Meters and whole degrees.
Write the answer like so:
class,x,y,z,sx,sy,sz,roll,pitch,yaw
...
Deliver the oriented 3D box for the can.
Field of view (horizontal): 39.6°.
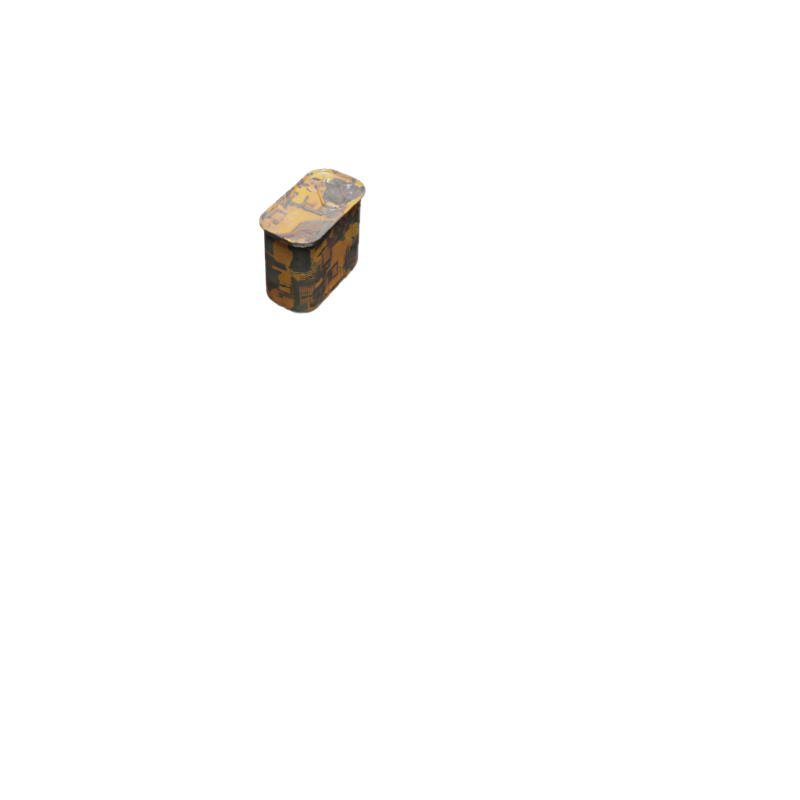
class,x,y,z,sx,sy,sz,roll,pitch,yaw
can,-0.075,-0.137,0.957,0.060,0.078,0.104,23,48,20
